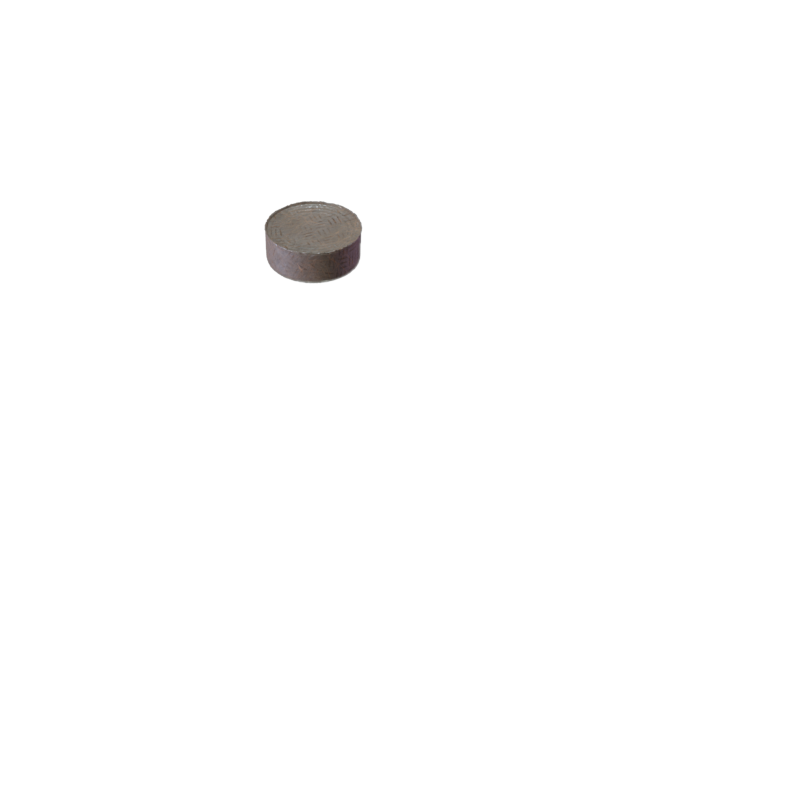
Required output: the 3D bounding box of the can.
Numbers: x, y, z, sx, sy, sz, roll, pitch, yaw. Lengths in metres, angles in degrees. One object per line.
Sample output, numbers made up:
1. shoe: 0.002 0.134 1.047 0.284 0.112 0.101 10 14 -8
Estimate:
1. can: -0.077 -0.140 0.982 0.086 0.031 0.092 -1 38 -2
